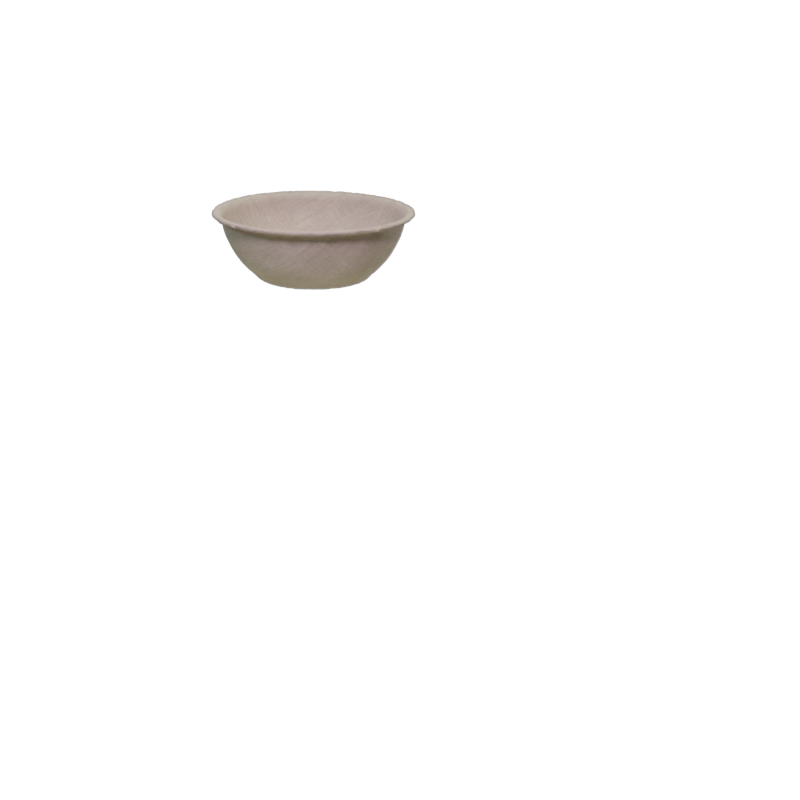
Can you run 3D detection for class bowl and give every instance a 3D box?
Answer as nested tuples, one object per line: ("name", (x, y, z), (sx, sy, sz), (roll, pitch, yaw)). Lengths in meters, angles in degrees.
("bowl", (-0.070, -0.127, 0.889), (0.162, 0.053, 0.169), (-1, 21, -2))
